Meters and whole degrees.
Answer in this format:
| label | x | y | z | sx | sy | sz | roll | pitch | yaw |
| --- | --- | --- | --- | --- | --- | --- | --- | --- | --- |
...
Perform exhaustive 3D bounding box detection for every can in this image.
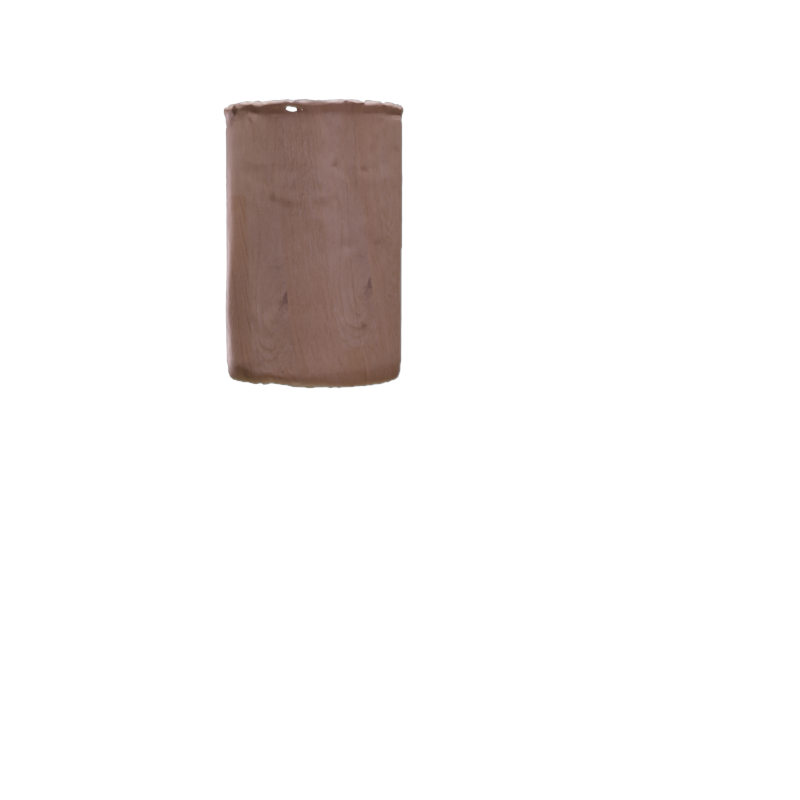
| label | x | y | z | sx | sy | sz | roll | pitch | yaw |
| --- | --- | --- | --- | --- | --- | --- | --- | --- | --- |
| can | -0.033 | -0.060 | 0.420 | 0.068 | 0.102 | 0.069 | 0 | 4 | -2 |
